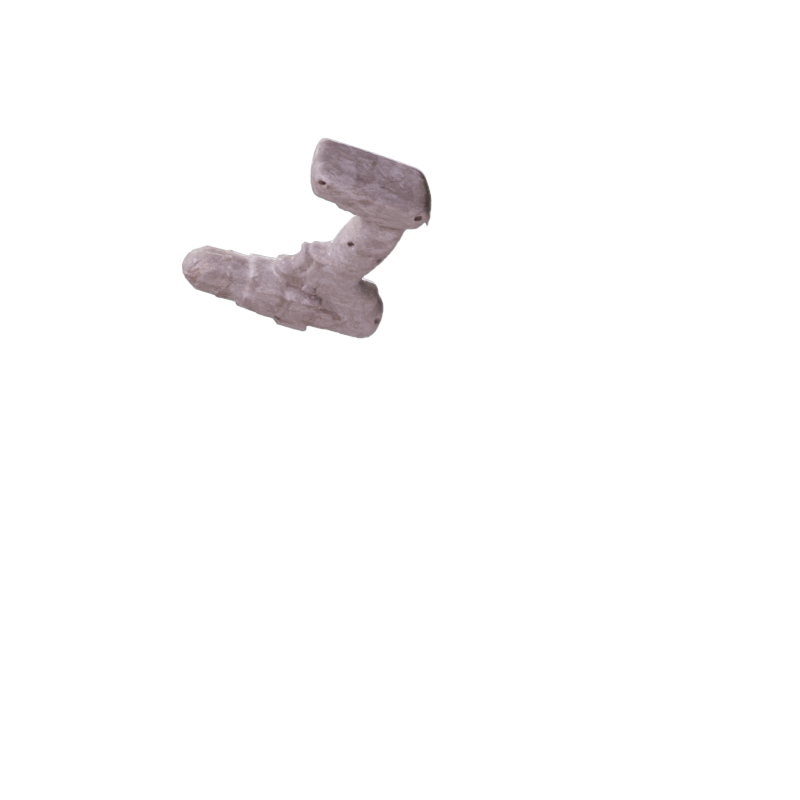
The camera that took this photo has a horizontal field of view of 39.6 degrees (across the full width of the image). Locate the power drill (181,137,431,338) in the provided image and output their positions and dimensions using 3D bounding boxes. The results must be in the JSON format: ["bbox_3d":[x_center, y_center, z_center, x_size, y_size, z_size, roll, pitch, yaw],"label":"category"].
[{"bbox_3d":[-0.073,-0.133,0.932,0.178,0.061,0.181,15,-40,-20],"label":"power drill"}]
